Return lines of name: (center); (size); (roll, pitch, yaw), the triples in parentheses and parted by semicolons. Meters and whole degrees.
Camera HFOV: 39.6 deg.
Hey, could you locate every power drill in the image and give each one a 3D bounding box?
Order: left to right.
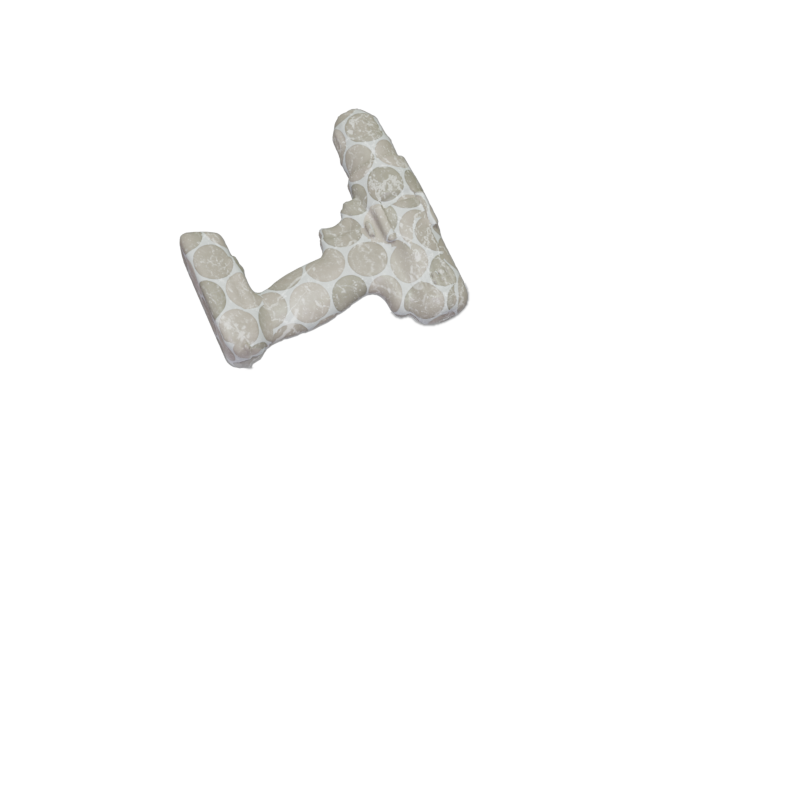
power drill: (-0.065, -0.118, 0.825); (0.187, 0.195, 0.054); (-22, -22, -10)
